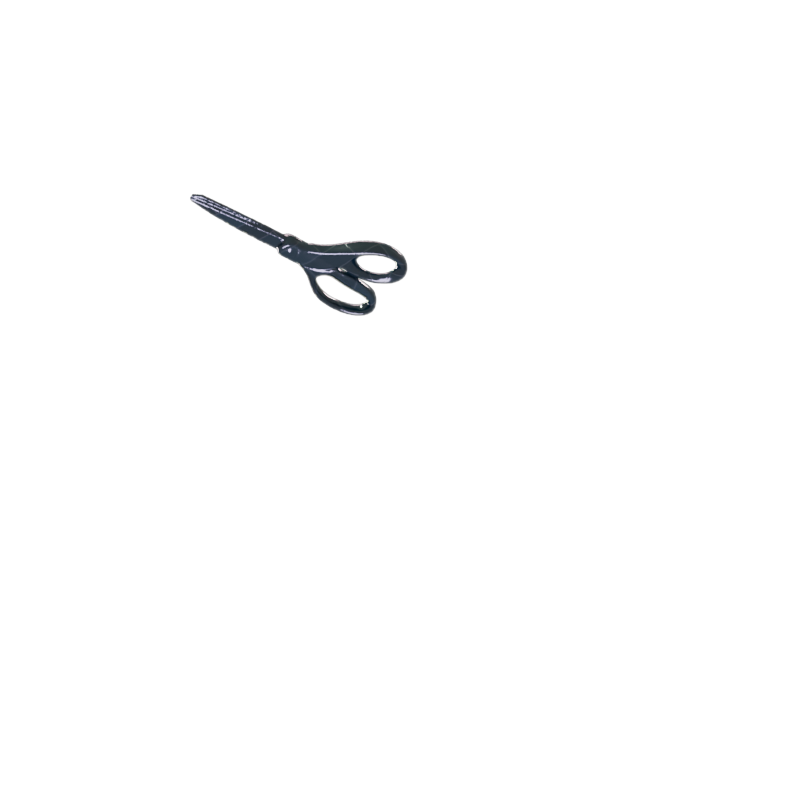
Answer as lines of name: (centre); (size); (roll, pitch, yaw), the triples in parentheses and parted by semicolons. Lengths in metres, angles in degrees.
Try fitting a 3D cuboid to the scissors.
scissors: (-0.072, -0.131, 0.917); (0.096, 0.017, 0.187); (-24, -43, 28)
